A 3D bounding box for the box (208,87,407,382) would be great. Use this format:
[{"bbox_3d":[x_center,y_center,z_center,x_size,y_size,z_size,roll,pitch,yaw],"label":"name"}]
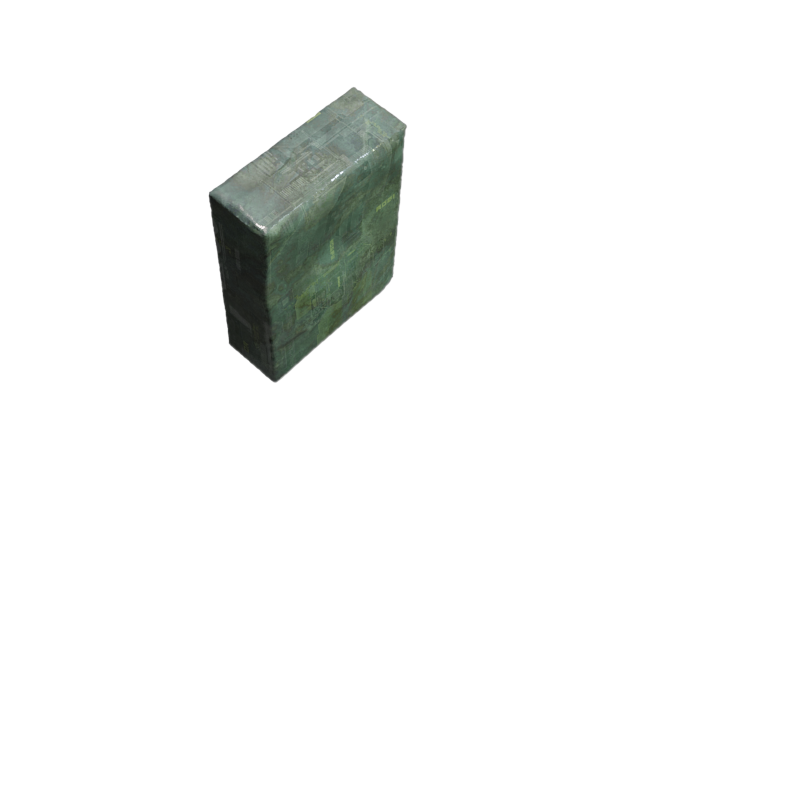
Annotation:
[{"bbox_3d":[-0.074,-0.135,0.946,0.076,0.166,0.200,38,-27,19],"label":"box"}]
